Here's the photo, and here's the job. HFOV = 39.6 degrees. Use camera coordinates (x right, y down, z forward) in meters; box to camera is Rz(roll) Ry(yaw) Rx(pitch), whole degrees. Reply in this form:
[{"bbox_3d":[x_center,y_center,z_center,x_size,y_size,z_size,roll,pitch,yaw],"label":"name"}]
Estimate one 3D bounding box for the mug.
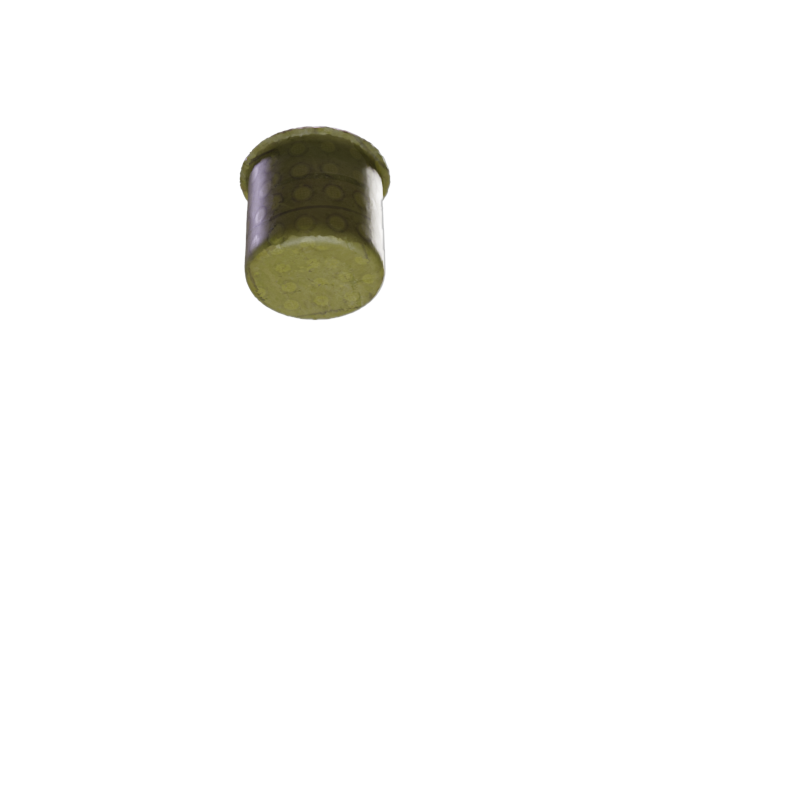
[{"bbox_3d":[-0.052,-0.096,0.669,0.092,0.087,0.110,3,-36,-7],"label":"mug"}]
